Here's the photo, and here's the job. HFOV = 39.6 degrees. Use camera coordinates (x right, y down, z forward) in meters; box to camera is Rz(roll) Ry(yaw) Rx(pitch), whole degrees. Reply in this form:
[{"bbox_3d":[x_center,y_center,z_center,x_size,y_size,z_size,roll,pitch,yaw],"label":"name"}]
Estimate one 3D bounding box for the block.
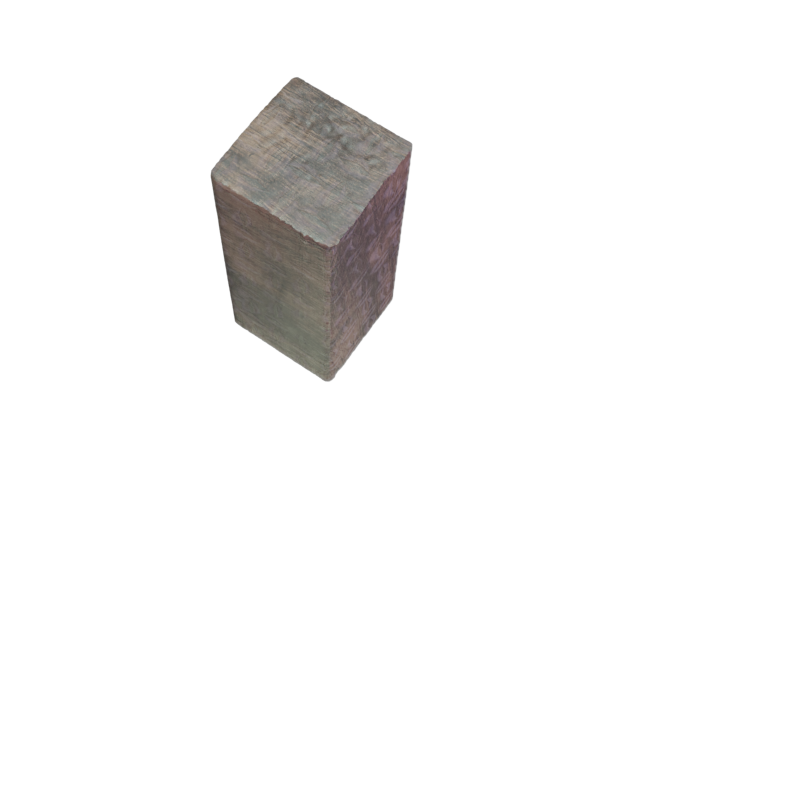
[{"bbox_3d":[-0.058,-0.105,0.739,0.094,0.092,0.195,33,-21,10],"label":"block"}]
